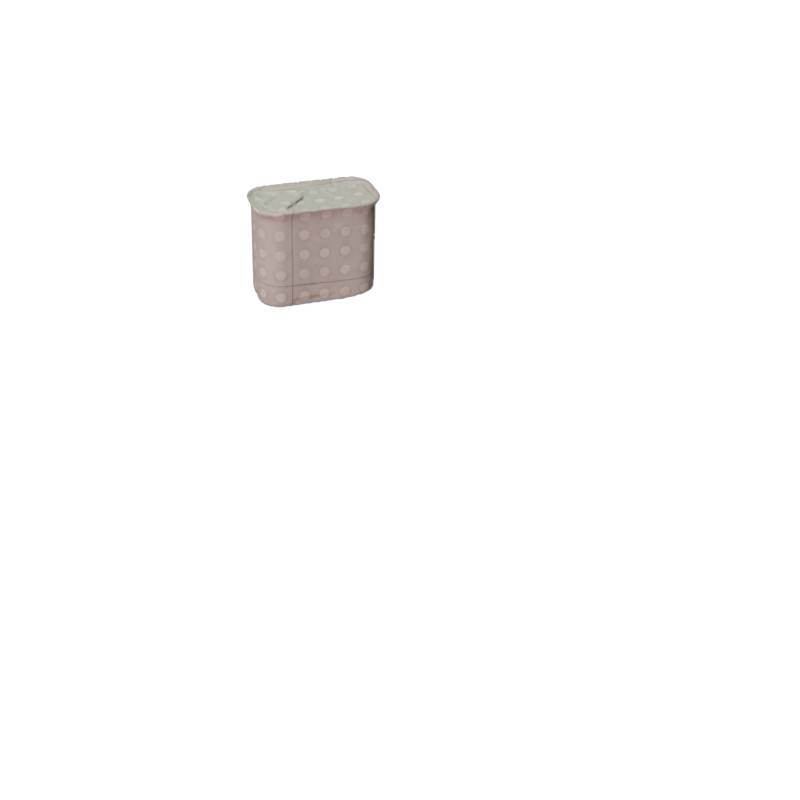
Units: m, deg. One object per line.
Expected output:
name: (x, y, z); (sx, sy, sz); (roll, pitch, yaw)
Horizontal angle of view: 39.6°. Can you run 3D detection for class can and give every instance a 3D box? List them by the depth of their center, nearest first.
can: (-0.070, -0.127, 0.887); (0.100, 0.079, 0.062); (-8, 31, -15)
